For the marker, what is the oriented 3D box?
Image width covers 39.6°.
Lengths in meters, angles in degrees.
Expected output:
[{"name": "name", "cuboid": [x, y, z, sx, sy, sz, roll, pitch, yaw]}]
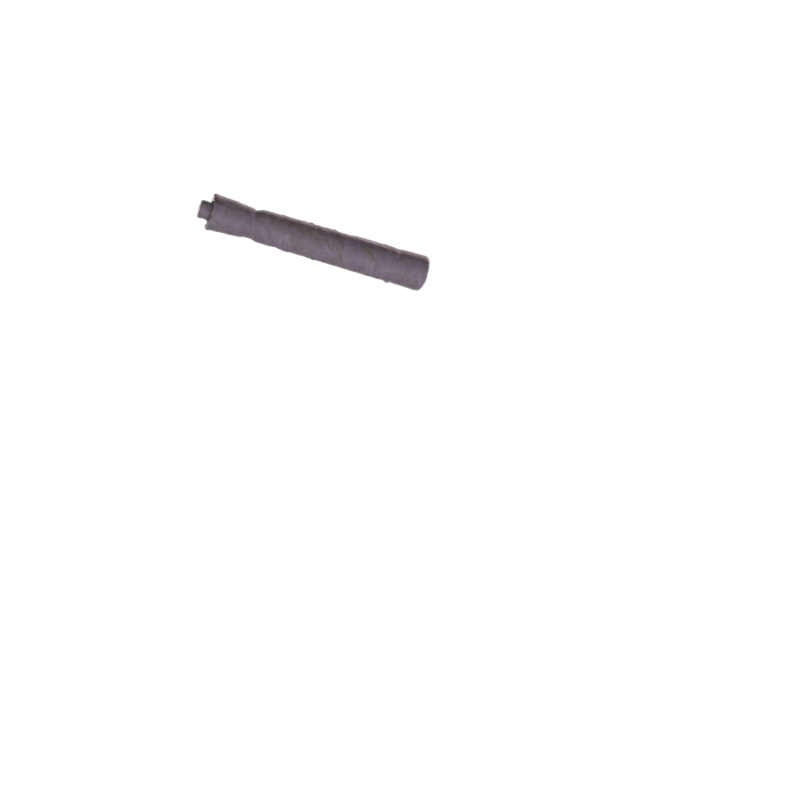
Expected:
[{"name": "marker", "cuboid": [-0.044, -0.081, 0.564, 0.118, 0.020, 0.020, 15, 1, -10]}]
